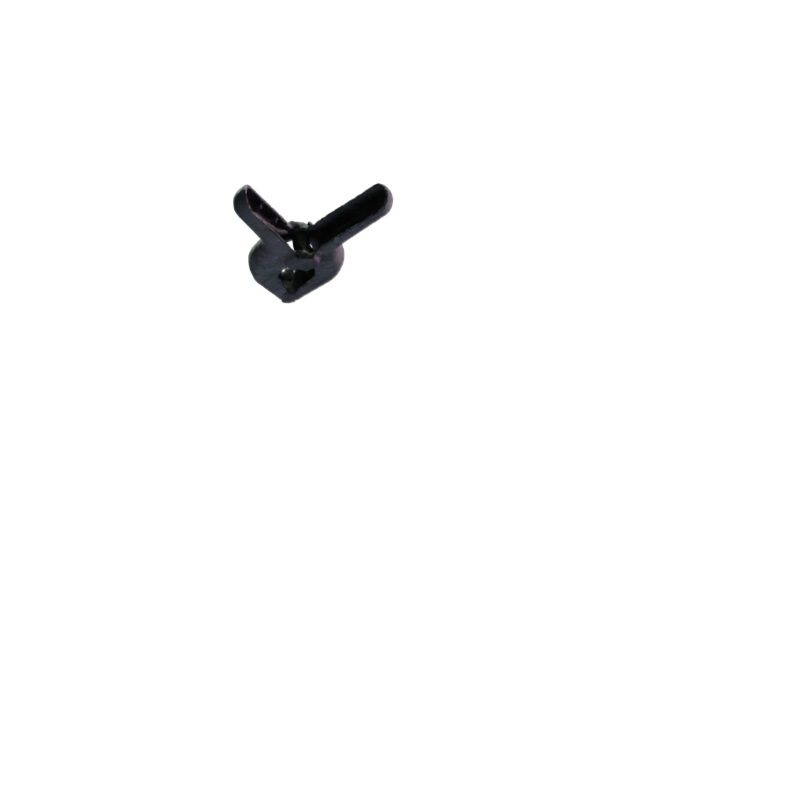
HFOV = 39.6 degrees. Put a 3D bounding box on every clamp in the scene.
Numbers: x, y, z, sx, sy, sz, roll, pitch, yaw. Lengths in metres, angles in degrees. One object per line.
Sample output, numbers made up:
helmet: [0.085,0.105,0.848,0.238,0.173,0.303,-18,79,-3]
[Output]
clamp: [-0.070,-0.127,0.888,0.120,0.041,0.164,1,-19,-3]
